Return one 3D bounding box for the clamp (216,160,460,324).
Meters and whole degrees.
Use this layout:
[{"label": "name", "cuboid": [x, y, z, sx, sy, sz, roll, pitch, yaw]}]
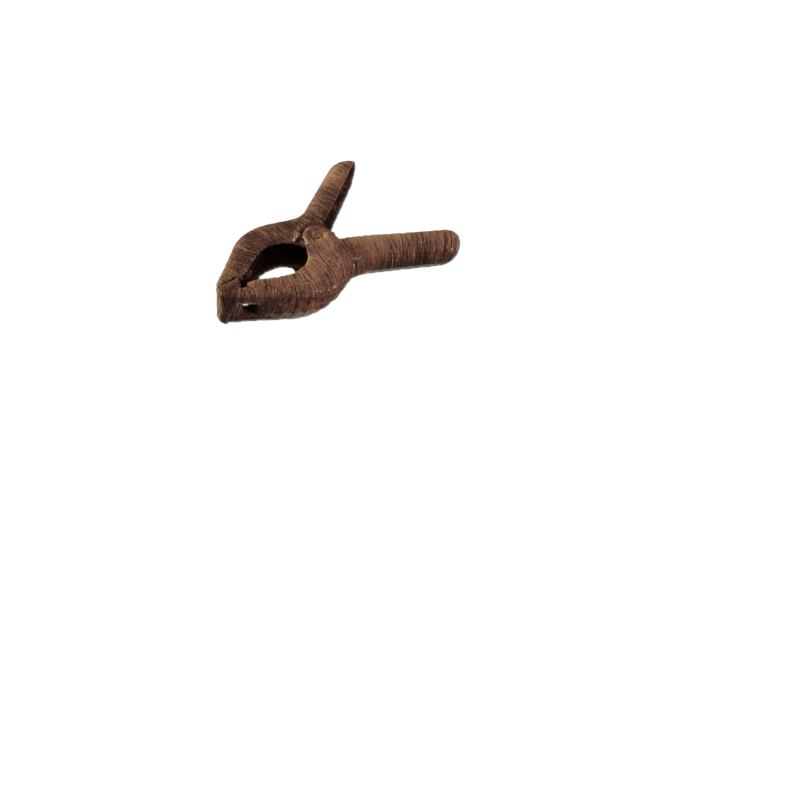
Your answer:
[{"label": "clamp", "cuboid": [-0.059, -0.108, 0.755, 0.170, 0.037, 0.130, -23, 45, -25]}]
